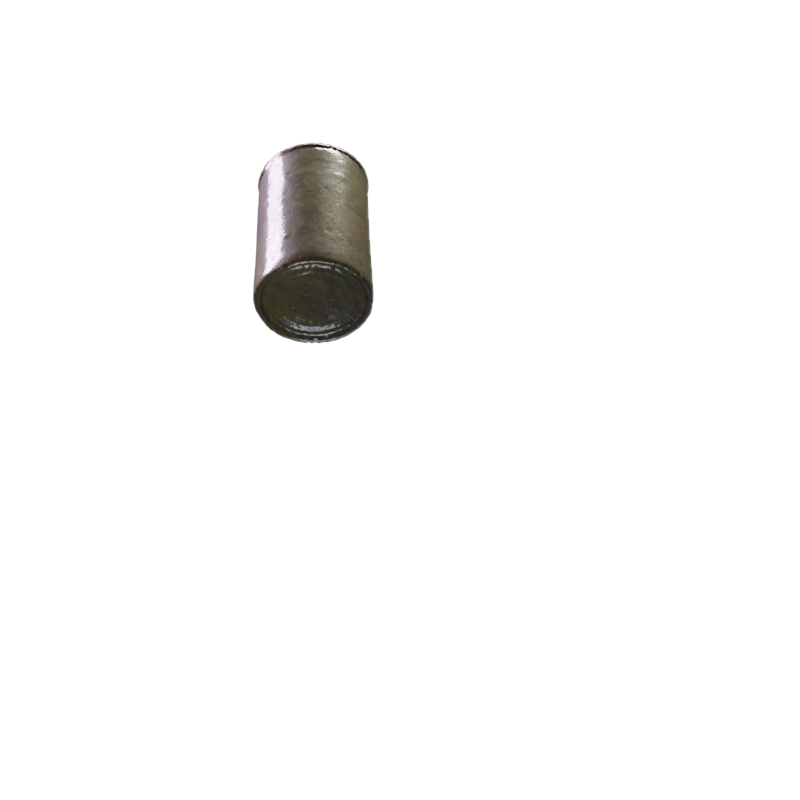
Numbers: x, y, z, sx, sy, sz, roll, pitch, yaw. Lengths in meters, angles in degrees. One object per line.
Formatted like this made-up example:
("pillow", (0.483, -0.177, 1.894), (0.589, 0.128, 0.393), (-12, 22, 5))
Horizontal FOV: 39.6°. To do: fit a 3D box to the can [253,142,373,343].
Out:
("can", (-0.050, -0.092, 0.645), (0.068, 0.110, 0.064), (-1, -44, -3))
